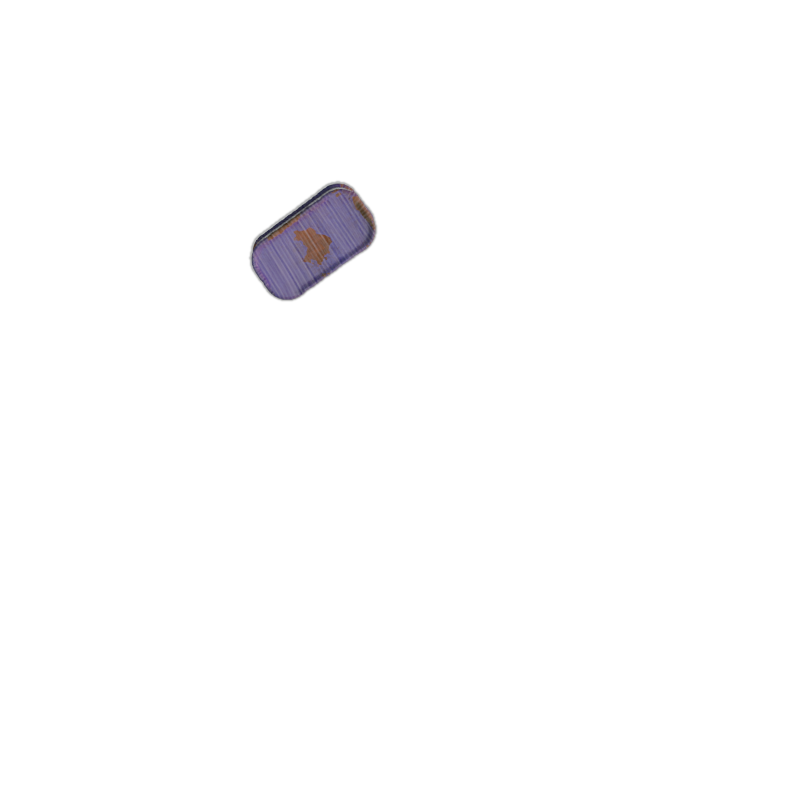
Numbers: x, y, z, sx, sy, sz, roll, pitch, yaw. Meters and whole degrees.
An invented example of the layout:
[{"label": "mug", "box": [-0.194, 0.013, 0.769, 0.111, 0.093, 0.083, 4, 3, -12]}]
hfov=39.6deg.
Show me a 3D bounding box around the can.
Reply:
[{"label": "can", "box": [-0.067, -0.123, 0.863, 0.102, 0.057, 0.085, -36, 9, 2]}]
